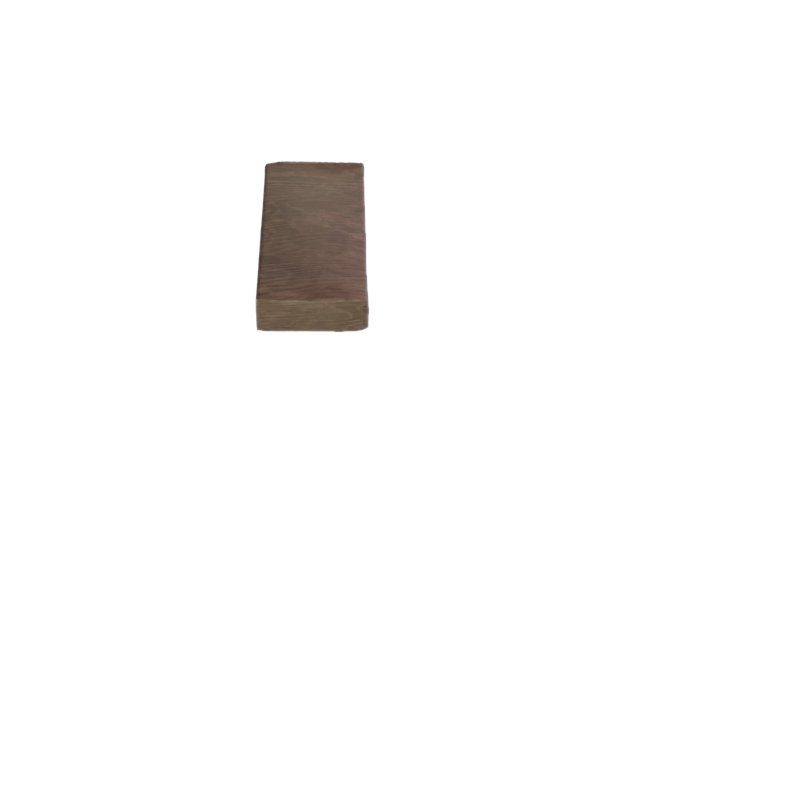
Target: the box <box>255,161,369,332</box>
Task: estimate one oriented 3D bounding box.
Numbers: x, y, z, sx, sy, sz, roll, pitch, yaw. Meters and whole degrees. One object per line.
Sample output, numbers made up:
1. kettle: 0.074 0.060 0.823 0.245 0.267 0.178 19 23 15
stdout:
1. box: -0.075 -0.137 0.961 0.093 0.189 0.045 -1 -41 -2
